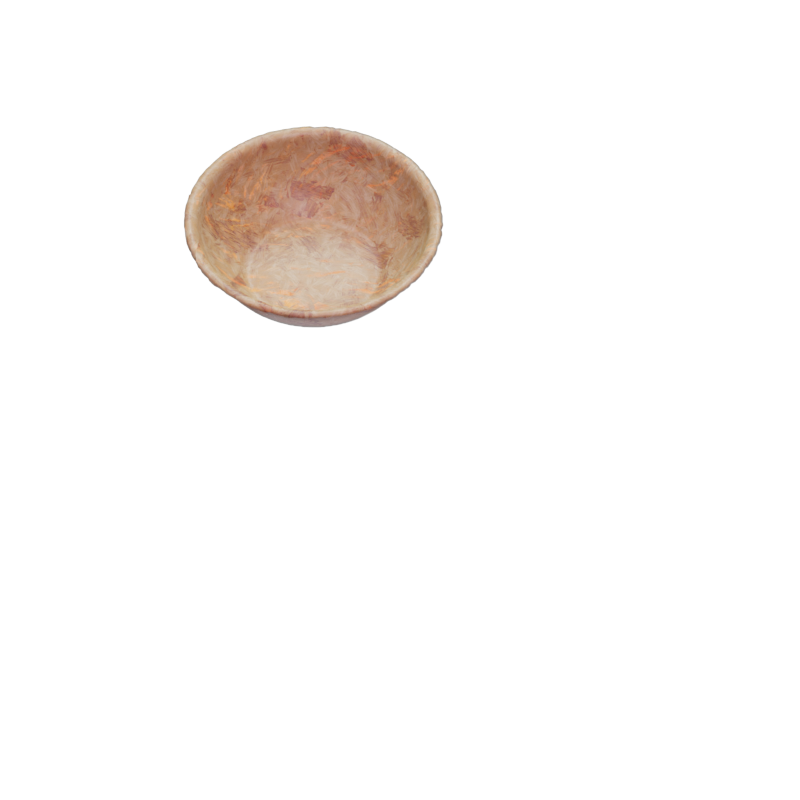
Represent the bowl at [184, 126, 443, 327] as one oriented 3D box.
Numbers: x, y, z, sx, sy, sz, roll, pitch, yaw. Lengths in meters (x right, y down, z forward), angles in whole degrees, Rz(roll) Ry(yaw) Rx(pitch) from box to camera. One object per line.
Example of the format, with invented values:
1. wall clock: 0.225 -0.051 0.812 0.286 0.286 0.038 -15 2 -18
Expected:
1. bowl: -0.056 -0.102 0.711 0.162 0.174 0.051 -1 -38 -1
